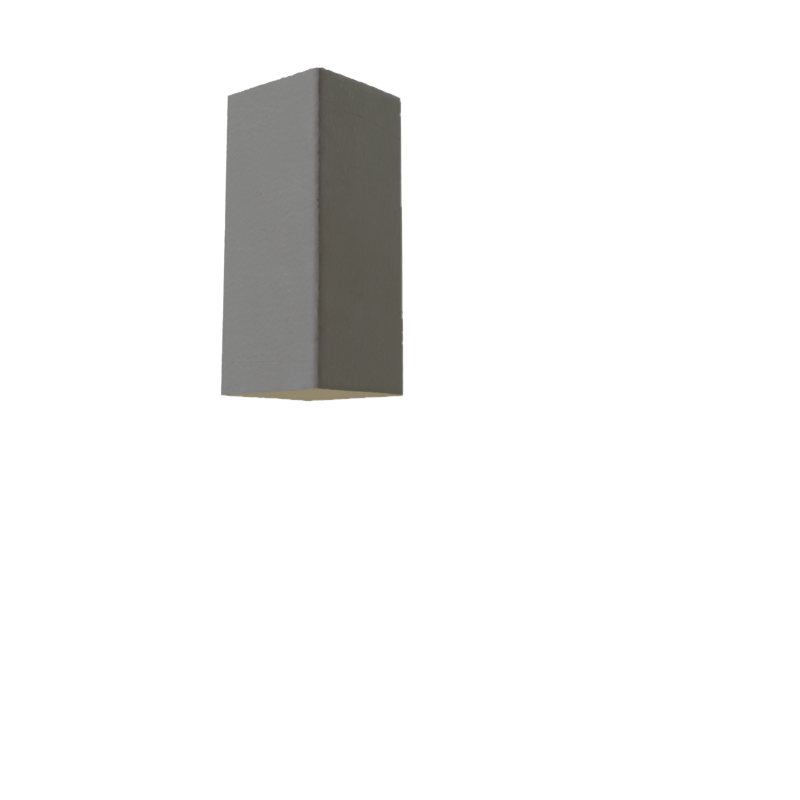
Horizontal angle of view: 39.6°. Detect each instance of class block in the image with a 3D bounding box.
[{"bbox_3d":[-0.058,-0.107,0.749,0.093,0.212,0.085,-9,-13,39],"label":"block"}]
